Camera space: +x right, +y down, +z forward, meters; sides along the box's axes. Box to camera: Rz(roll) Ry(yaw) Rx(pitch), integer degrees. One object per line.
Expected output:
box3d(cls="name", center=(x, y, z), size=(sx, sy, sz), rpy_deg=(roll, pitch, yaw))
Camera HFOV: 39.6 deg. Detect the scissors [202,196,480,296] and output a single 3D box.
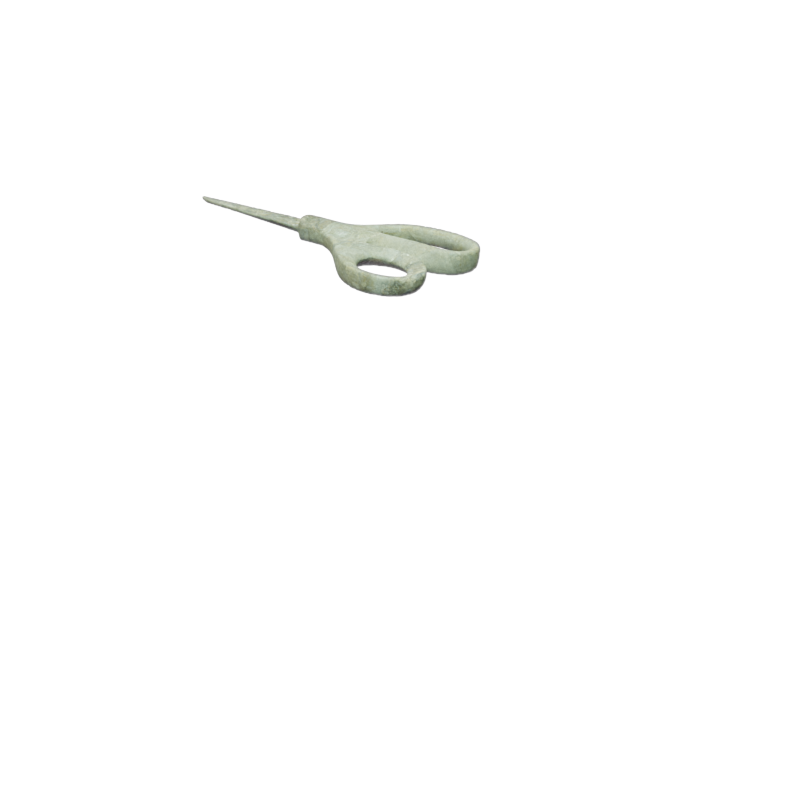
box3d(cls="scissors", center=(-0.054, -0.098, 0.684), size=(0.208, 0.015, 0.098), rpy_deg=(11, 30, 20))
